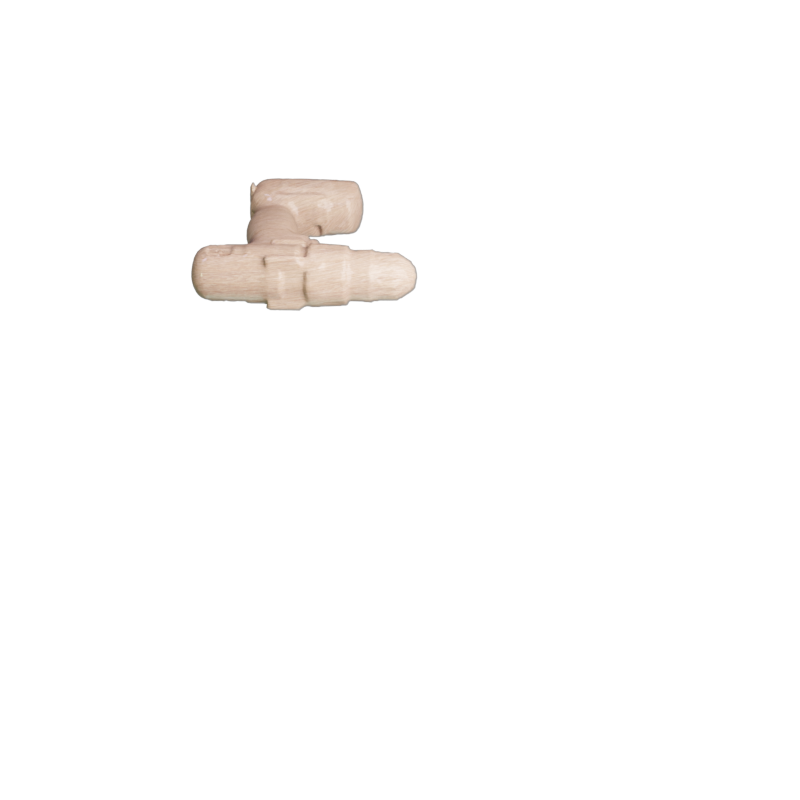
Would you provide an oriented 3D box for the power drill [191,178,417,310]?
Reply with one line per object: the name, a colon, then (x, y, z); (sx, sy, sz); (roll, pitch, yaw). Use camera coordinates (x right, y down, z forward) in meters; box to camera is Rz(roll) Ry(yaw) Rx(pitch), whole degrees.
power drill: (-0.076, -0.138, 0.967); (0.186, 0.054, 0.197); (2, 28, 4)
